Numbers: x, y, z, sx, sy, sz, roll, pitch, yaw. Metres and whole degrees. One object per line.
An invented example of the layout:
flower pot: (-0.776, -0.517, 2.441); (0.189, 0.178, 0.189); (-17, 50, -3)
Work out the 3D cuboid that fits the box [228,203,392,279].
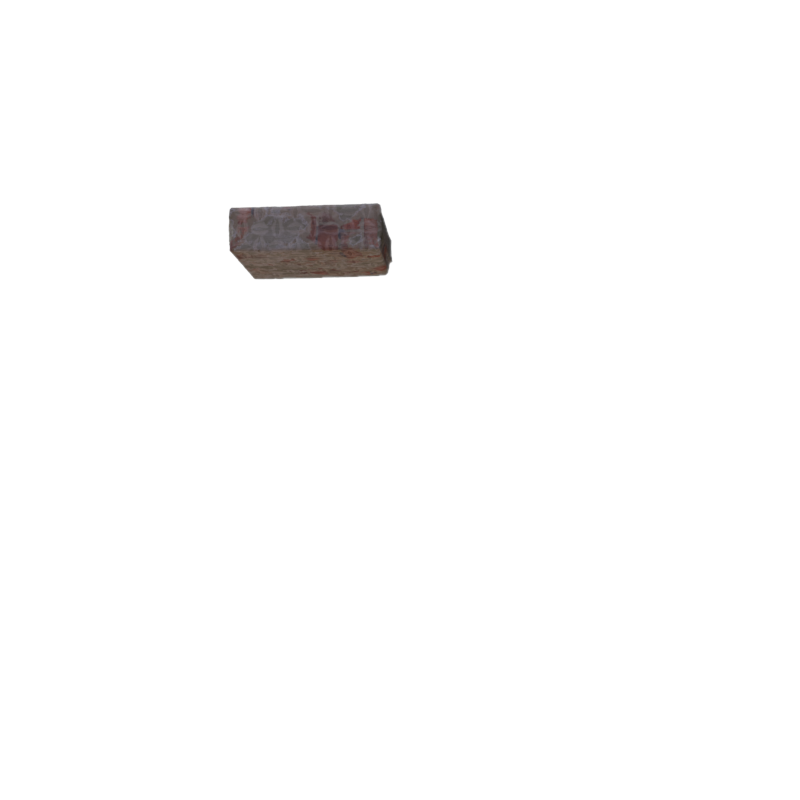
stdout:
box: (-0.052, -0.095, 0.663); (0.090, 0.031, 0.071); (-1, -7, 6)
